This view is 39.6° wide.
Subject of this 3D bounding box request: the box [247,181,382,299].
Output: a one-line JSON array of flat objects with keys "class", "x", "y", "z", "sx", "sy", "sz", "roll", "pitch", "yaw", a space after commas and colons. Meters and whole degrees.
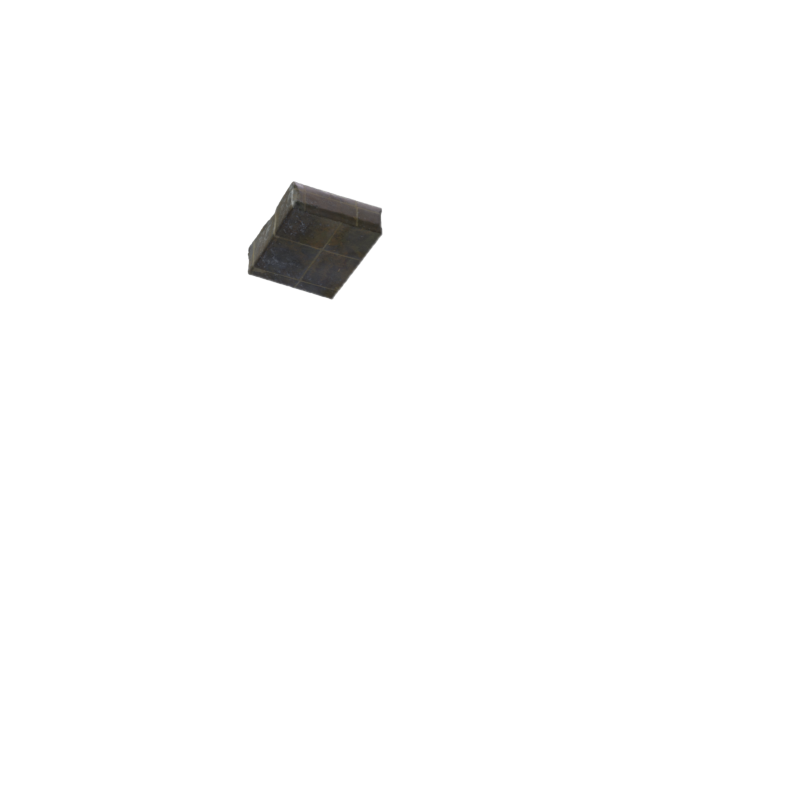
[{"class": "box", "x": -0.065, "y": -0.119, "z": 0.832, "sx": 0.070, "sy": 0.032, "sz": 0.086, "roll": 16, "pitch": -38, "yaw": -22}]
